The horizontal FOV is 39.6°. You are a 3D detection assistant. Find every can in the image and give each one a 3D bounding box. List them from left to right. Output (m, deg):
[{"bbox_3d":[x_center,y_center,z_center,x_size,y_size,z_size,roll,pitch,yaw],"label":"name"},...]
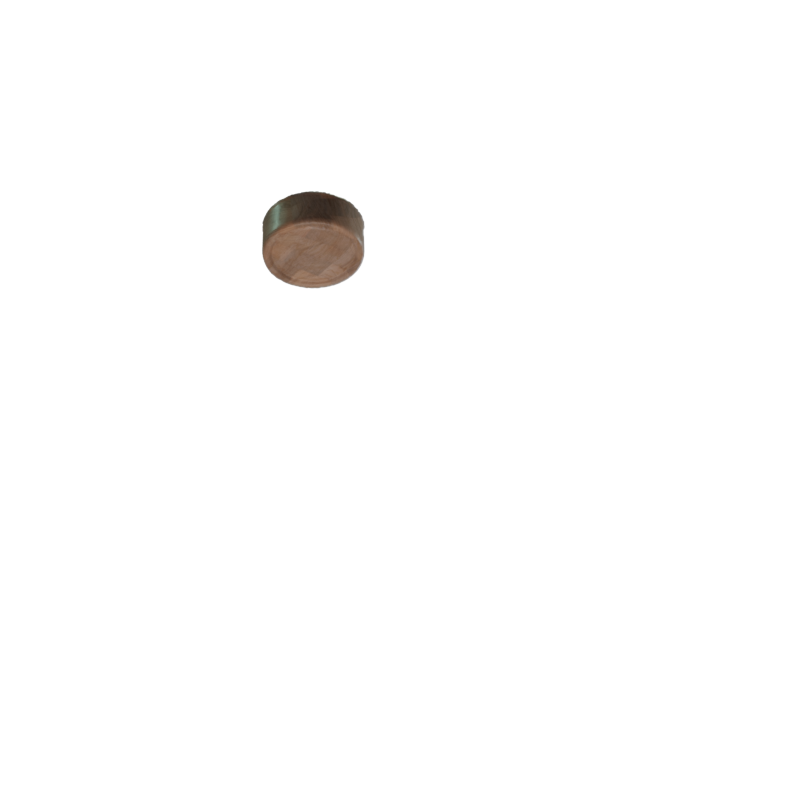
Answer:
[{"bbox_3d":[-0.072,-0.131,0.920,0.086,0.036,0.080,1,-38,-2],"label":"can"}]
